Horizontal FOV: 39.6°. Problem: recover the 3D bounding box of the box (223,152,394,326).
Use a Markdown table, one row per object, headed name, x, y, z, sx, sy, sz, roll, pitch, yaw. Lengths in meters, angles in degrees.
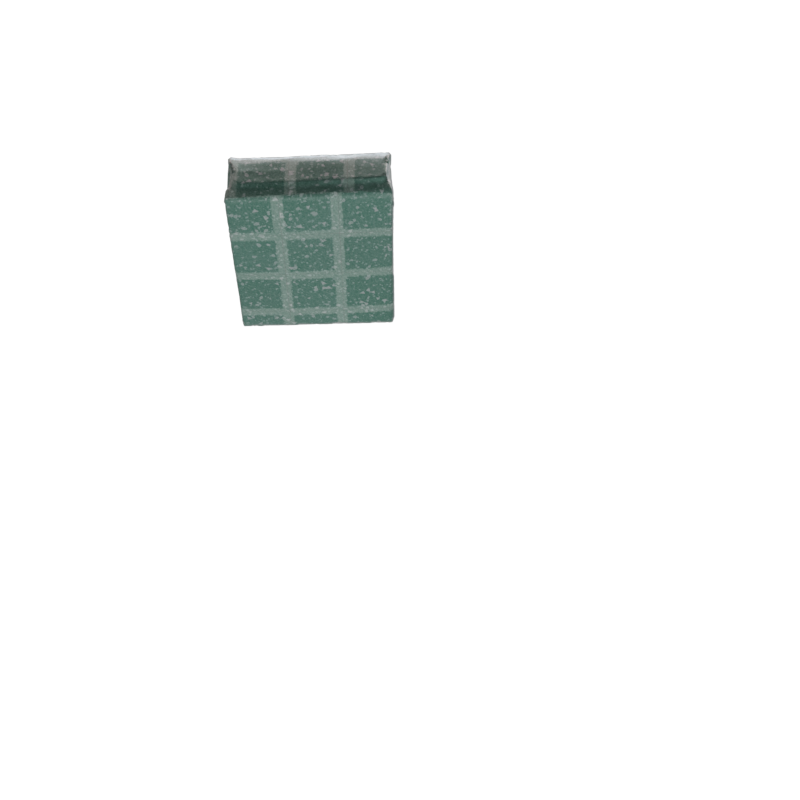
| name | x | y | z | sx | sy | sz | roll | pitch | yaw |
| --- | --- | --- | --- | --- | --- | --- | --- | --- | --- |
| box | -0.040 | -0.073 | 0.509 | 0.073 | 0.032 | 0.083 | -1 | -40 | 1 |
